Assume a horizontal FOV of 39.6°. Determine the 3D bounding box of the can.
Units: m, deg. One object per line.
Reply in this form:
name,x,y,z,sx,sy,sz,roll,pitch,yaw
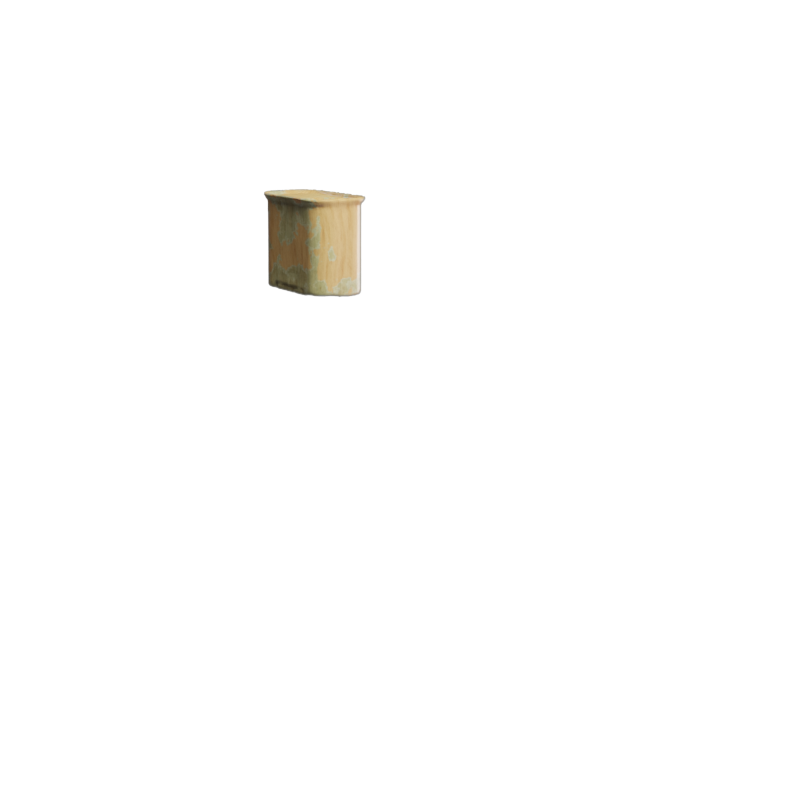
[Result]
can,-0.075,-0.137,0.961,0.056,0.082,0.107,-6,13,-33
